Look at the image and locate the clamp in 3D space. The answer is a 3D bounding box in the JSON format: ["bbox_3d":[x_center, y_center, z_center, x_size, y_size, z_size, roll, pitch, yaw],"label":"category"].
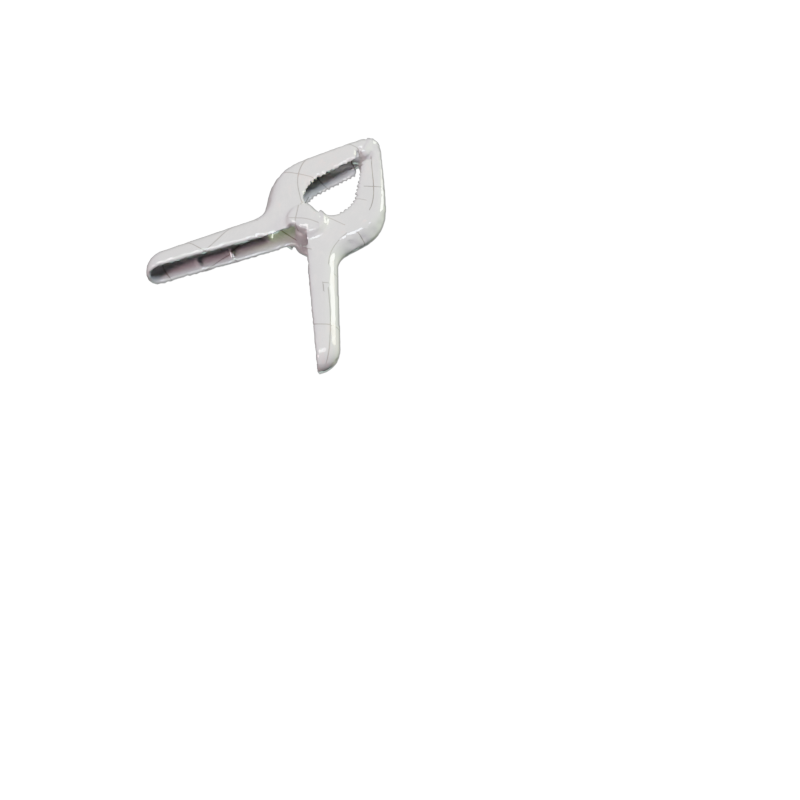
[{"bbox_3d":[-0.066,-0.121,0.849,0.173,0.214,0.034,33,-29,21],"label":"clamp"}]
